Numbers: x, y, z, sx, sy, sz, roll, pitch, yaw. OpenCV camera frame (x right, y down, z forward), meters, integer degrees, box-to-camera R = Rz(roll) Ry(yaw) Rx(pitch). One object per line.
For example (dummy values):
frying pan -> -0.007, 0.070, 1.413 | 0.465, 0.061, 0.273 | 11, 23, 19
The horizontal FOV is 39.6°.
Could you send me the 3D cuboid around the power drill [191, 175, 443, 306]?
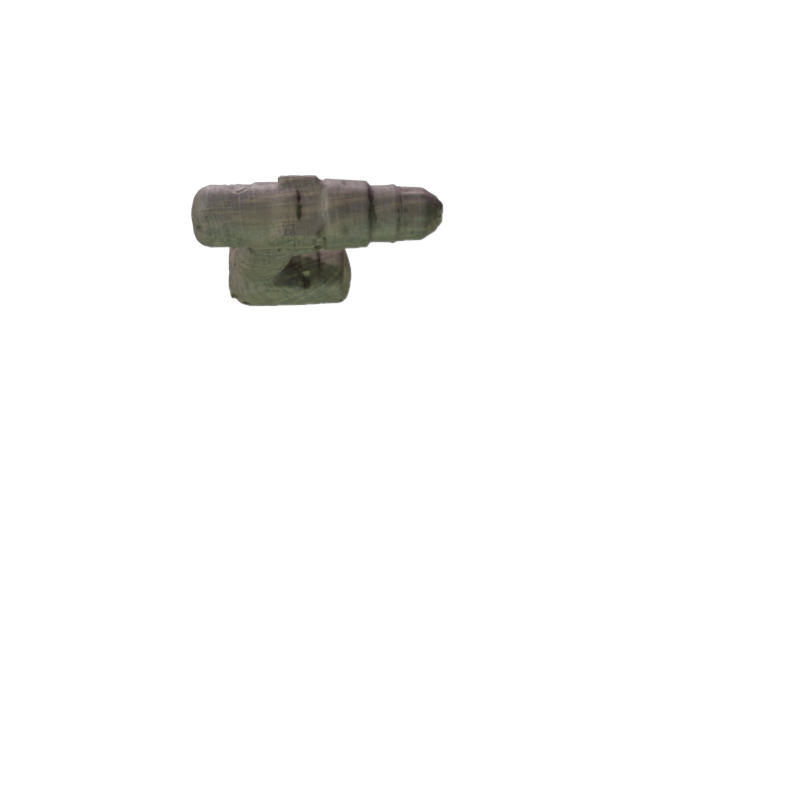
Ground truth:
power drill -> -0.069, -0.125, 0.878 | 0.183, 0.060, 0.182 | 1, -13, -5
